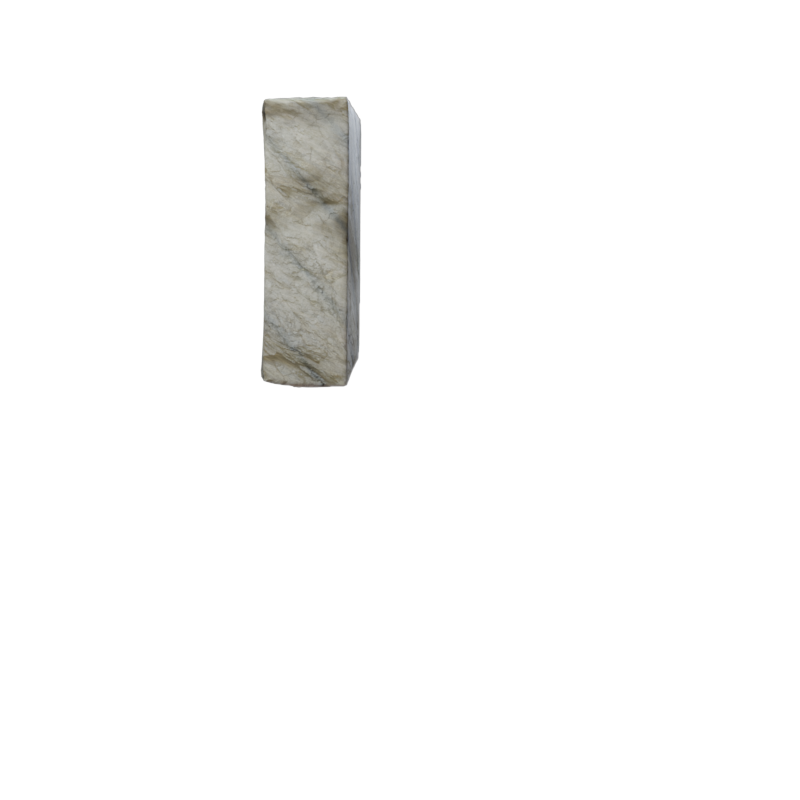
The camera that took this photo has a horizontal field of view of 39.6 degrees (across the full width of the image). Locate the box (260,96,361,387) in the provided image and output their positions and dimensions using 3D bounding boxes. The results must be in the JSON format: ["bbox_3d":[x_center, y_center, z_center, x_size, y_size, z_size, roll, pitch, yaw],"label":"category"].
[{"bbox_3d":[-0.069,-0.126,0.886,0.072,0.213,0.164,0,3,2],"label":"box"}]
